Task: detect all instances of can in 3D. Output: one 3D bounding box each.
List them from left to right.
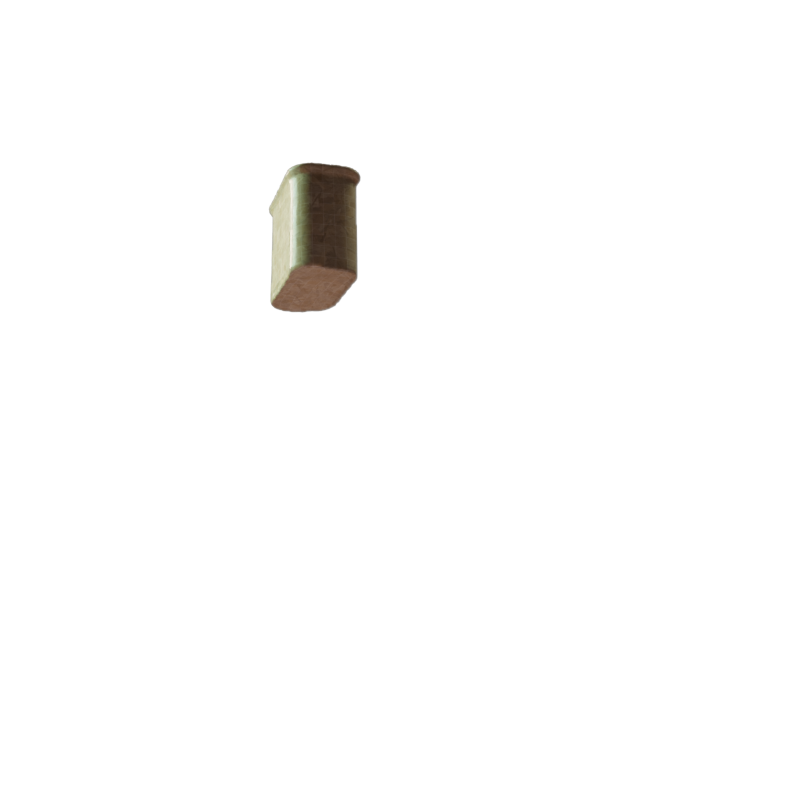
[{"bbox_3d":[-0.067,-0.122,0.853,0.056,0.088,0.099,5,-19,-17],"label":"can"}]
